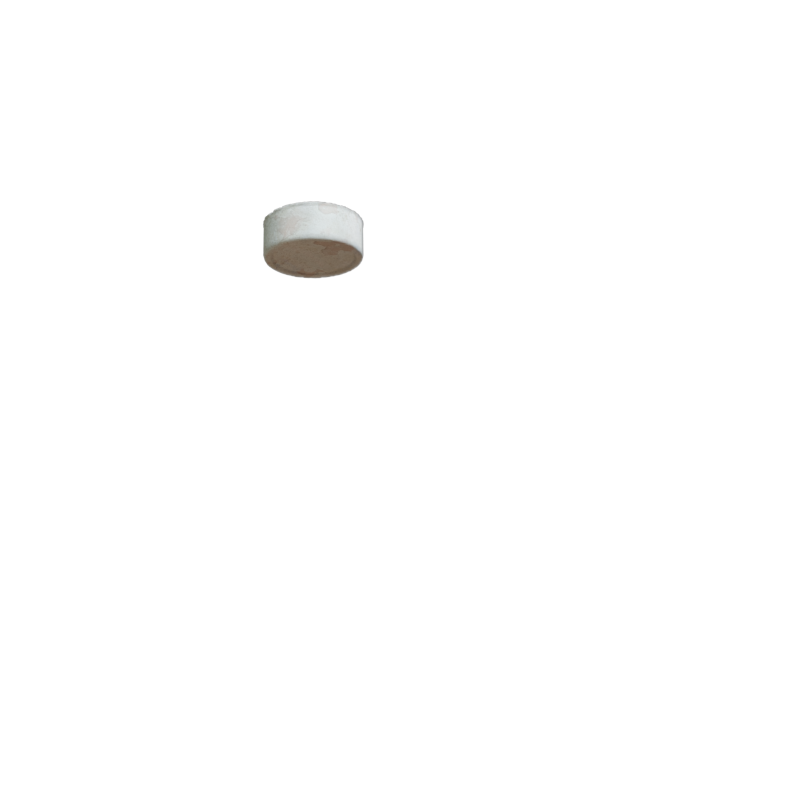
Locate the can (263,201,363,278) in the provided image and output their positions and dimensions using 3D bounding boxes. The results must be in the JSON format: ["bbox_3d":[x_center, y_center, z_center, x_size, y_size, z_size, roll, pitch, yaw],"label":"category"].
[{"bbox_3d":[-0.073,-0.134,0.937,0.086,0.035,0.082,0,-19,-2],"label":"can"}]
